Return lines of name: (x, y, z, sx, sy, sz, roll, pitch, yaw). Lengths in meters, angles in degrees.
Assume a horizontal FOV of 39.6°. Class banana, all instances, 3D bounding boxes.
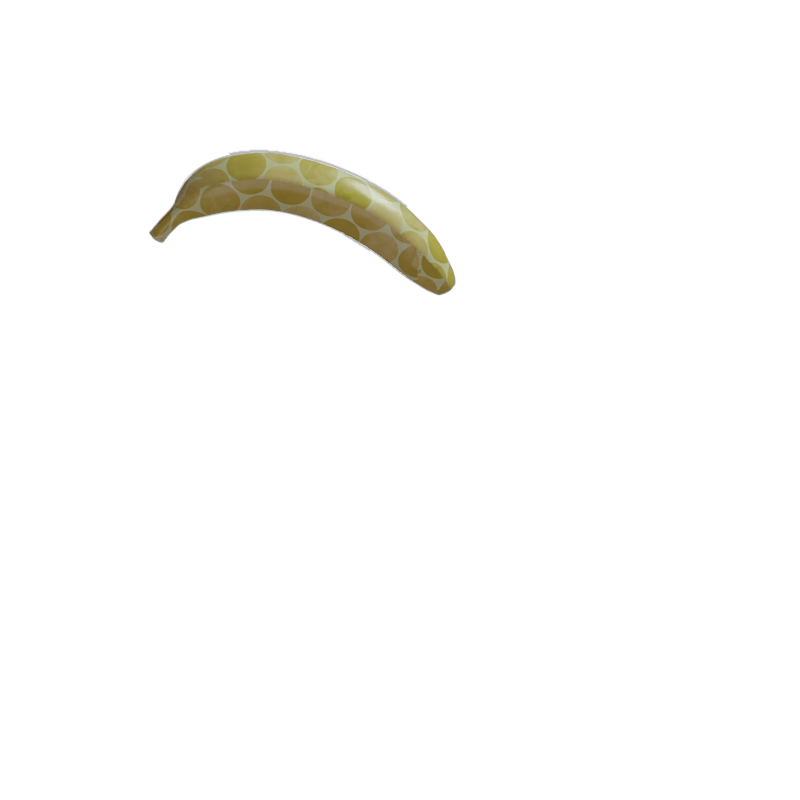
banana: (-0.055, -0.118, 0.702, 0.196, 0.067, 0.039, 11, 24, -5)
